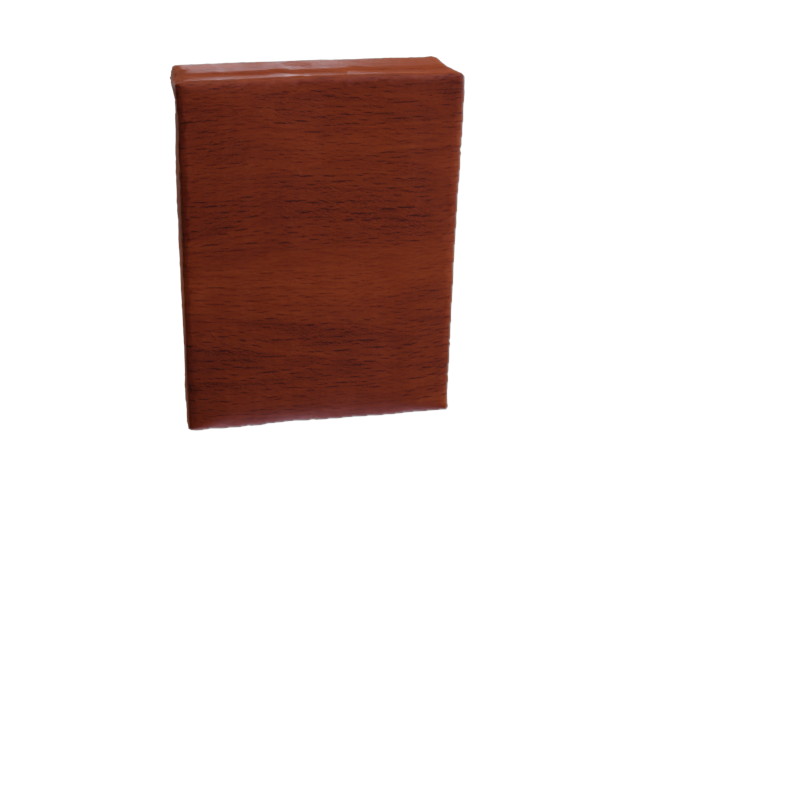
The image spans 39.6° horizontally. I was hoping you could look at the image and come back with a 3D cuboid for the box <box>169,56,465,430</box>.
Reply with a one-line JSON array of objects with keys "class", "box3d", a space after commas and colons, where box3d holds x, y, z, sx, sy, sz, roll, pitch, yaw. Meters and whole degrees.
[{"class": "box", "box3d": [-0.053, -0.096, 0.671, 0.162, 0.204, 0.076, -3, 21, -11]}]
